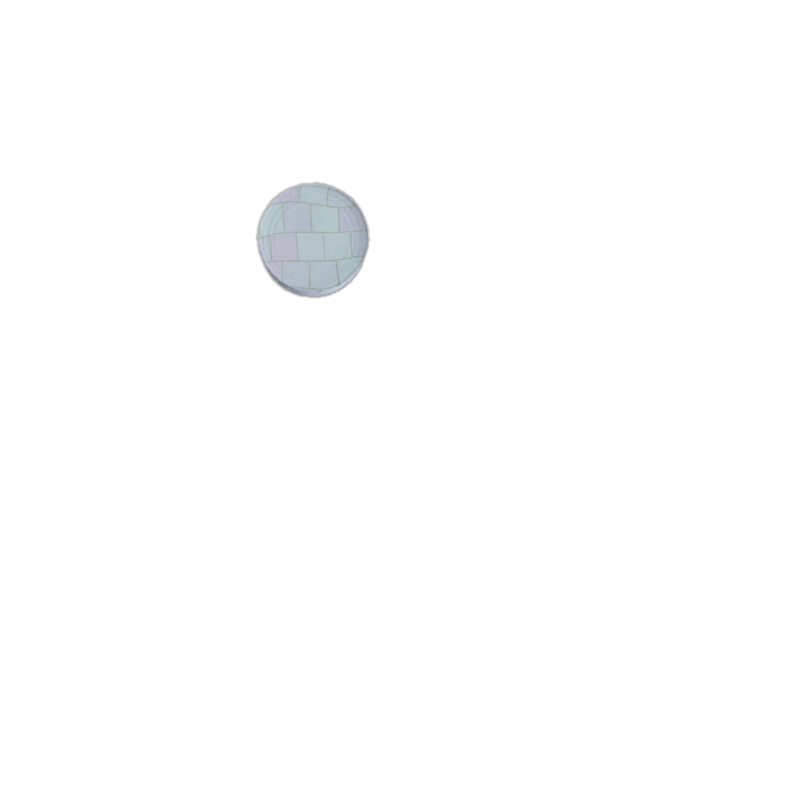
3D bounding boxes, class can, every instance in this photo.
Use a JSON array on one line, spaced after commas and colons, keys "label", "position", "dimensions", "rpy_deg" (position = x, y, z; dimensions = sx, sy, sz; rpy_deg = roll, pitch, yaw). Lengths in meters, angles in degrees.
[{"label": "can", "position": [-0.068, -0.124, 0.870], "dimensions": [0.086, 0.088, 0.033], "rpy_deg": [0, -12, -1]}]
